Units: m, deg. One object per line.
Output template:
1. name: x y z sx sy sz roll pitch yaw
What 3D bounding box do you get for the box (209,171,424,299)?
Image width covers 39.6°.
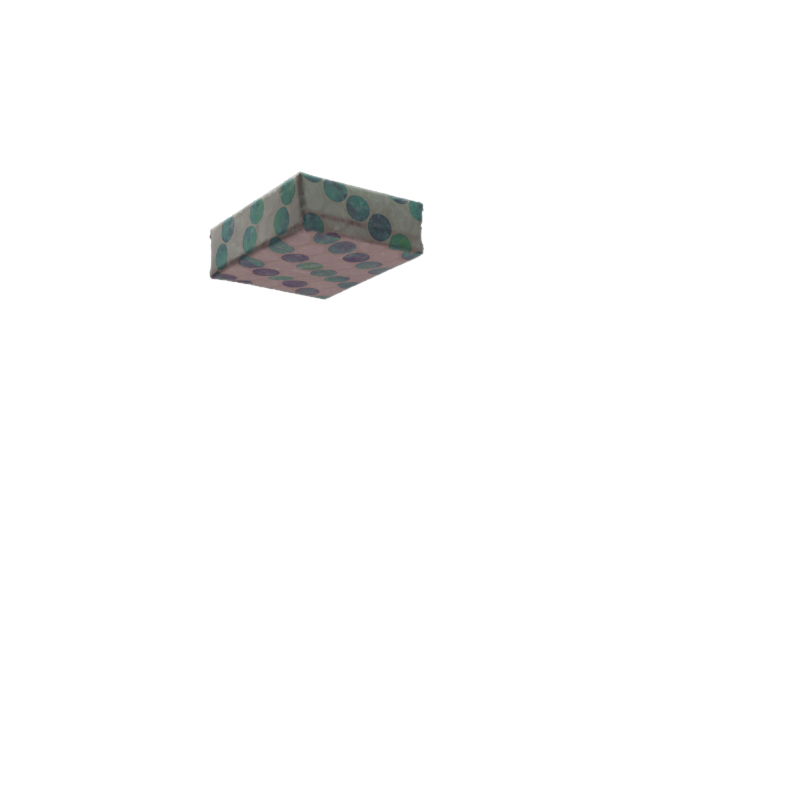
1. box: -0.054 -0.098 0.686 0.086 0.040 0.115 8 -14 -35
